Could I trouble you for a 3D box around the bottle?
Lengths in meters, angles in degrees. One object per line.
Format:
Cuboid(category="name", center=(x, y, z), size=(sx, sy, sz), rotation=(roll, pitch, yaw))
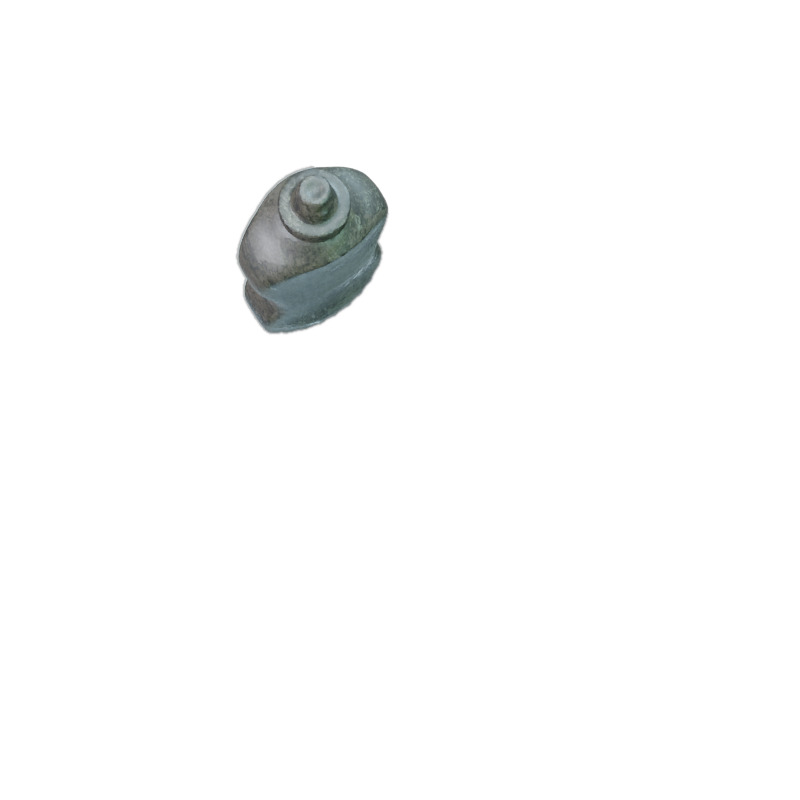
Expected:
Cuboid(category="bottle", center=(-0.053, -0.097, 0.683), size=(0.096, 0.060, 0.186), rotation=(-31, -7, -9))
